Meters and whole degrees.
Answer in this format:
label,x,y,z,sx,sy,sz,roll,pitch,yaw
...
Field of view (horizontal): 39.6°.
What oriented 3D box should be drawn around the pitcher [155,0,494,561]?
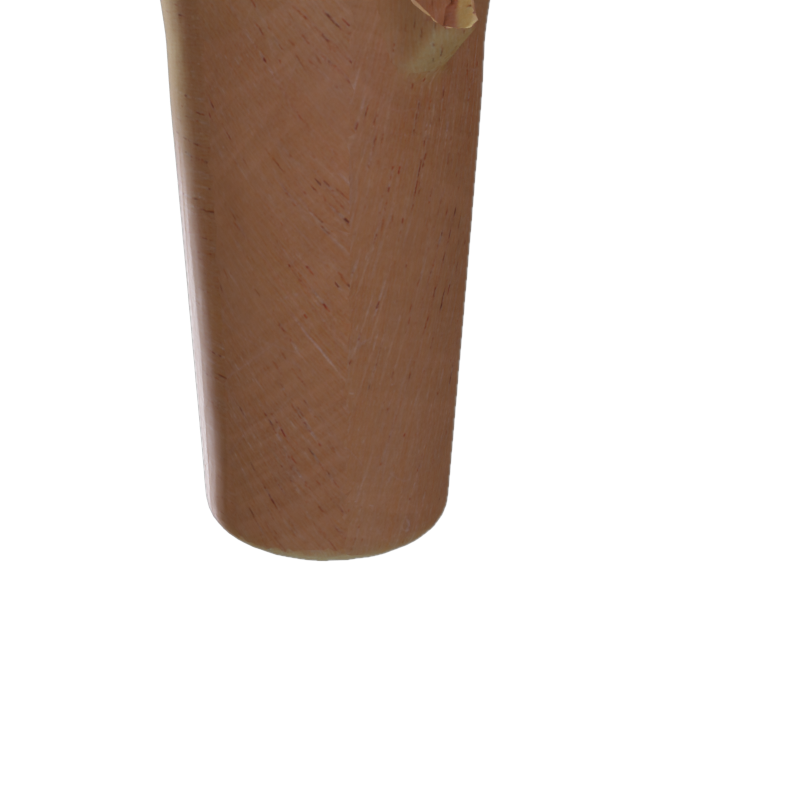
label,x,y,z,sx,sy,sz,roll,pitch,yaw
pitcher,-0.037,-0.068,0.476,0.147,0.234,0.153,3,17,8
